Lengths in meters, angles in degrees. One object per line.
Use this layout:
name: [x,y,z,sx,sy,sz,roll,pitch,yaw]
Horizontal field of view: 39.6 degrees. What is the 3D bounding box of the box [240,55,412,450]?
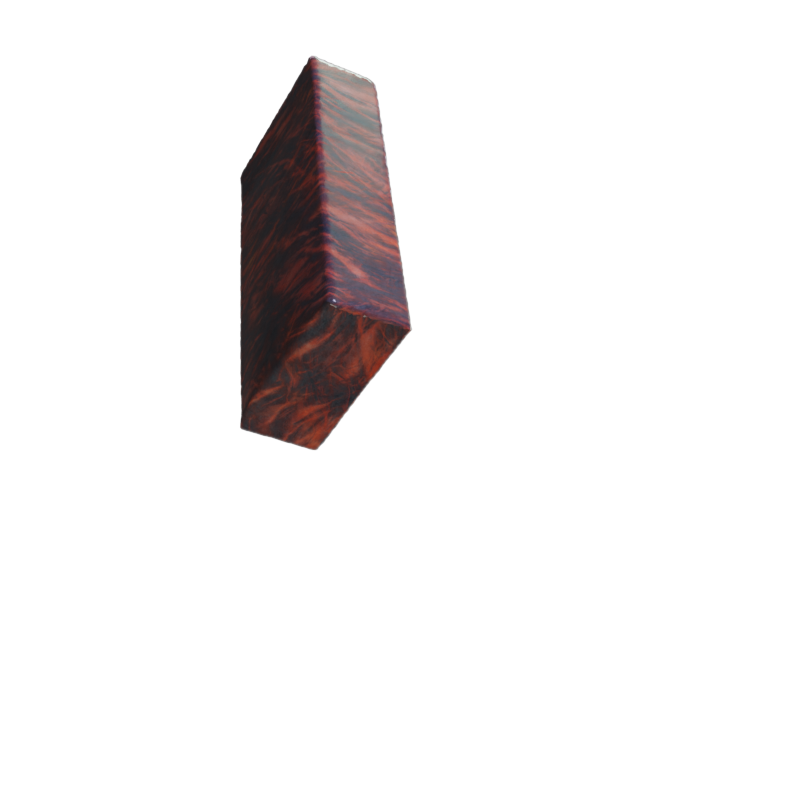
box: [-0.041,-0.076,0.531,0.046,0.189,0.090,19,-48,-23]
